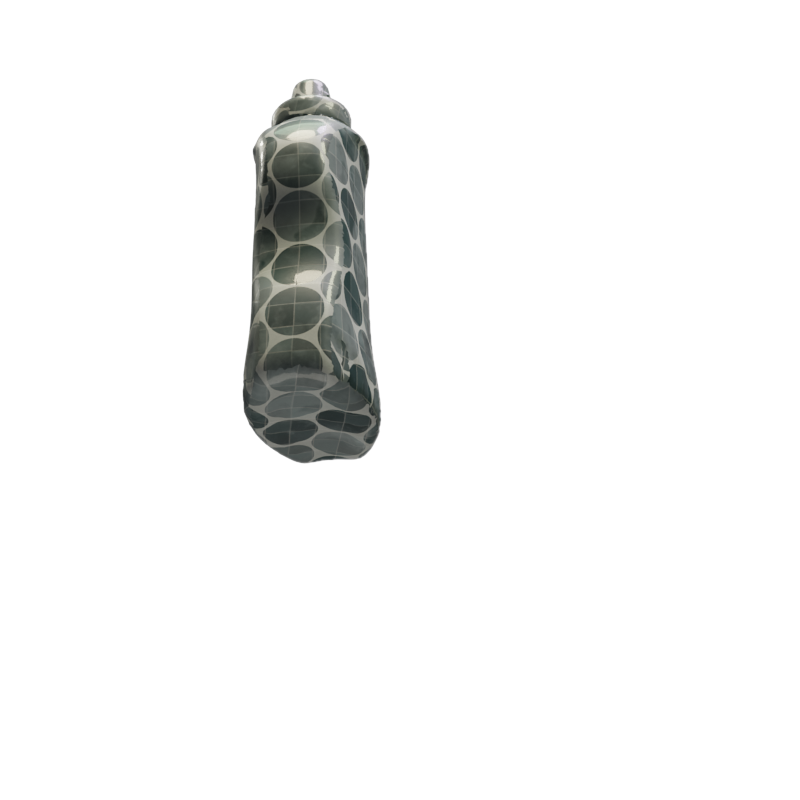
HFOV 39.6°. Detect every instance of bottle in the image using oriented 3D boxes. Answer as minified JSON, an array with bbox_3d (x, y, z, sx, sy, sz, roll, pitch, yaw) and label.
[{"bbox_3d":[-0.042,-0.075,0.529,0.059,0.204,0.089,-7,-30,8],"label":"bottle"}]
